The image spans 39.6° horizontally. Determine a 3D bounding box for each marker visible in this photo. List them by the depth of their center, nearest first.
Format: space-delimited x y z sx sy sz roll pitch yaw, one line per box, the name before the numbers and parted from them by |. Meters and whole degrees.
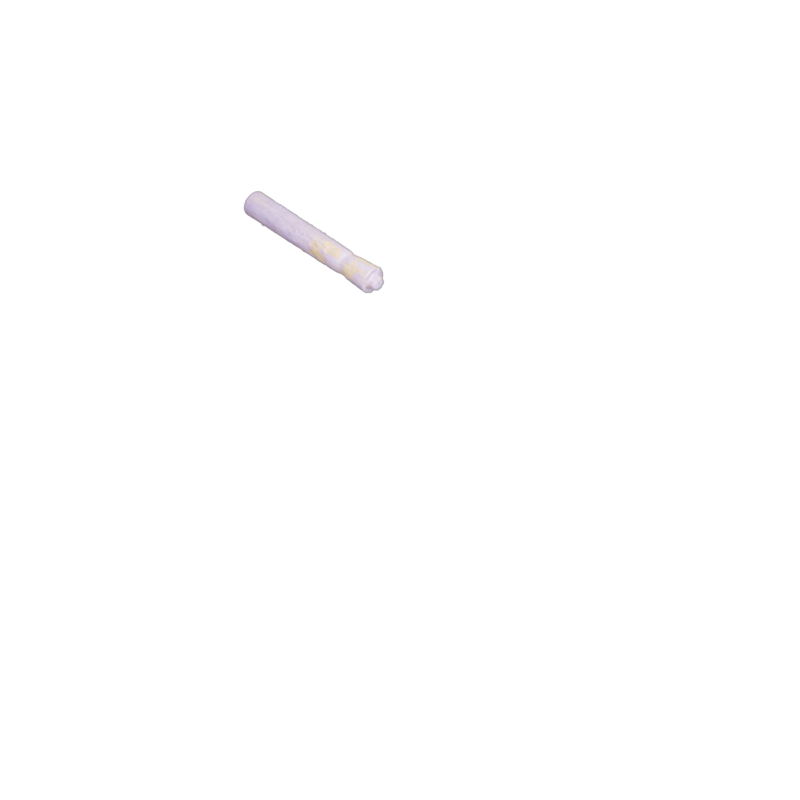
marker | -0.057 -0.104 0.729 0.129 0.019 0.019 36 24 33
